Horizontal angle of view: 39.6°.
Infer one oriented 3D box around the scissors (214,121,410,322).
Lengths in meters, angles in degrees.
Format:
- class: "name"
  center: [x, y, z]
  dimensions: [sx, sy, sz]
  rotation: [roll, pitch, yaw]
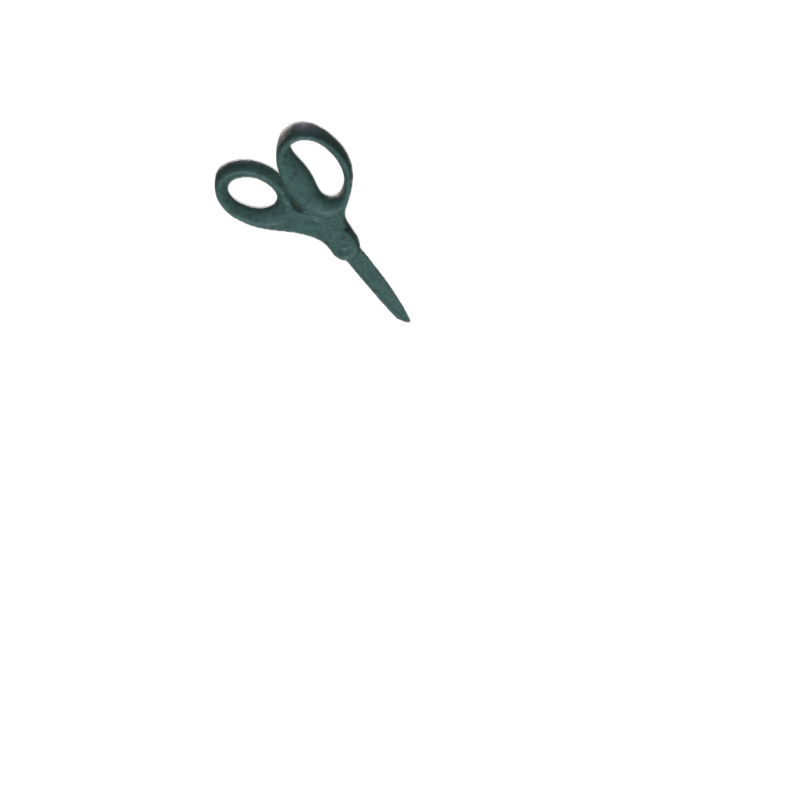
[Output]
- class: "scissors"
  center: [-0.057, -0.105, 0.732]
  dimensions: [0.097, 0.017, 0.186]
  rotation: [-7, -37, 9]
